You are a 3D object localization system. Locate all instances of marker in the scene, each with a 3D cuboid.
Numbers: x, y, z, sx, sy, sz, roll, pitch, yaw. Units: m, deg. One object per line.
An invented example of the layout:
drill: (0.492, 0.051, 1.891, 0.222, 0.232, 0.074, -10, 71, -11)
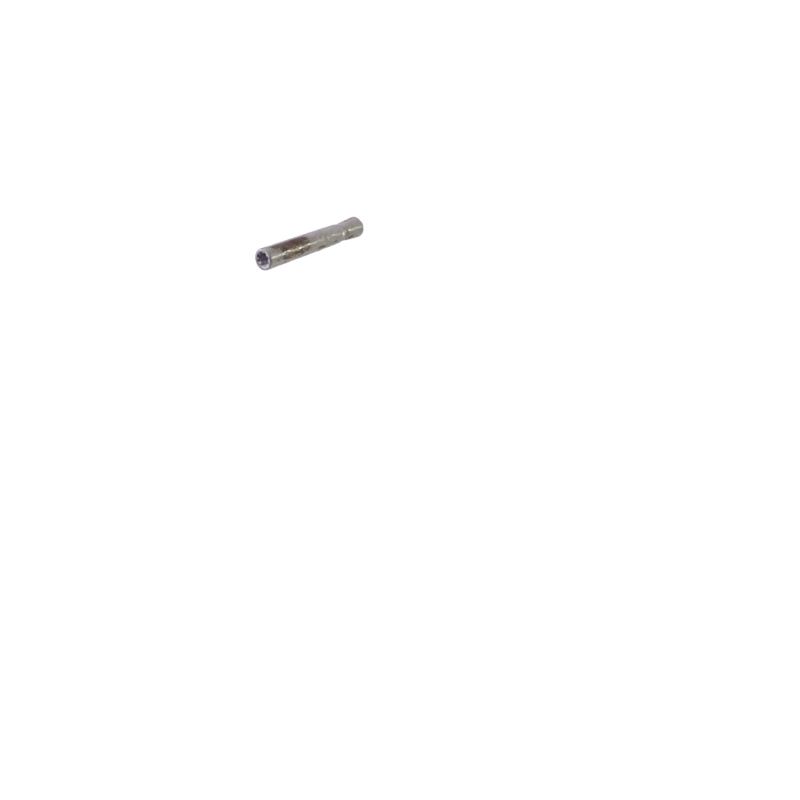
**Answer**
marker: (-0.074, -0.135, 0.947, 0.021, 0.019, 0.120, 4, 22, 42)
